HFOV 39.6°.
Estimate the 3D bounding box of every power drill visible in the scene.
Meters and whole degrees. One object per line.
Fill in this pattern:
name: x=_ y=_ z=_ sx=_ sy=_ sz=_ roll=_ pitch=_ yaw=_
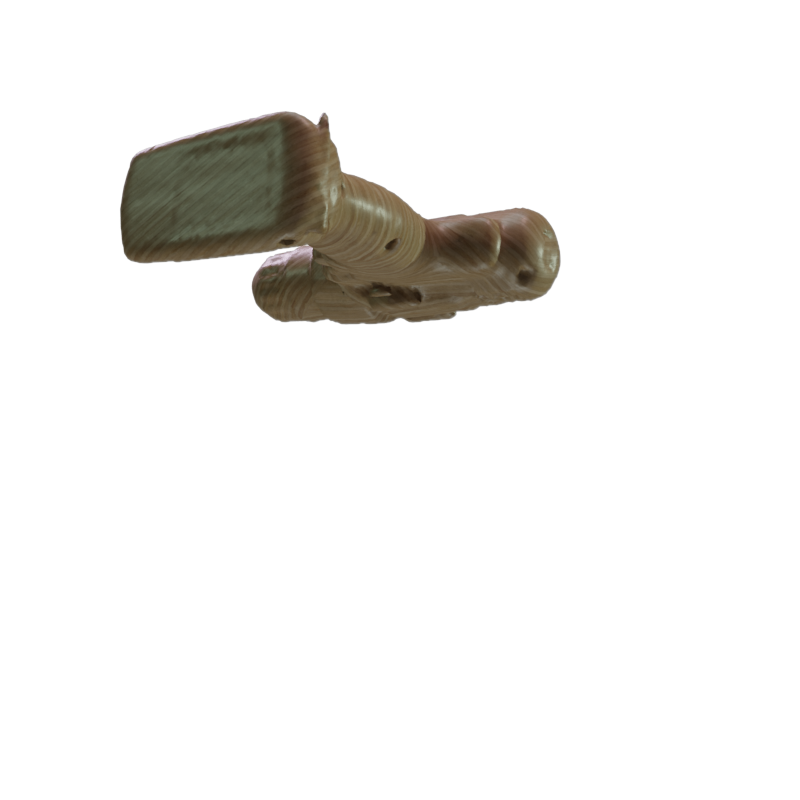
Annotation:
power drill: x=-0.042 y=-0.076 z=0.536 sx=0.189 sy=0.059 sz=0.178 roll=-6 pitch=-10 yaw=35
